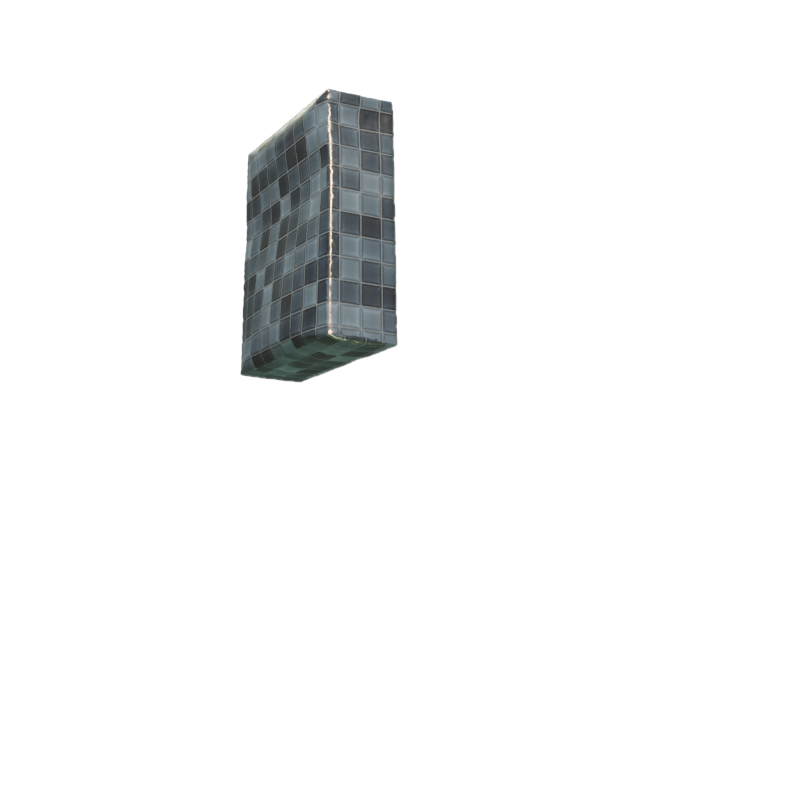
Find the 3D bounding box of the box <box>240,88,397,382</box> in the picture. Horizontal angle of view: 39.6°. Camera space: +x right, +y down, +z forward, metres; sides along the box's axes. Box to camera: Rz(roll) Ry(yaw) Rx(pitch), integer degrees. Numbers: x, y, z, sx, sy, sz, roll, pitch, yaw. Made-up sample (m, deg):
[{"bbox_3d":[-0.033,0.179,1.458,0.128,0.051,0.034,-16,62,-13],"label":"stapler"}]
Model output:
[{"bbox_3d":[-0.074,-0.136,0.951,0.069,0.223,0.165,9,-18,-30],"label":"box"}]
